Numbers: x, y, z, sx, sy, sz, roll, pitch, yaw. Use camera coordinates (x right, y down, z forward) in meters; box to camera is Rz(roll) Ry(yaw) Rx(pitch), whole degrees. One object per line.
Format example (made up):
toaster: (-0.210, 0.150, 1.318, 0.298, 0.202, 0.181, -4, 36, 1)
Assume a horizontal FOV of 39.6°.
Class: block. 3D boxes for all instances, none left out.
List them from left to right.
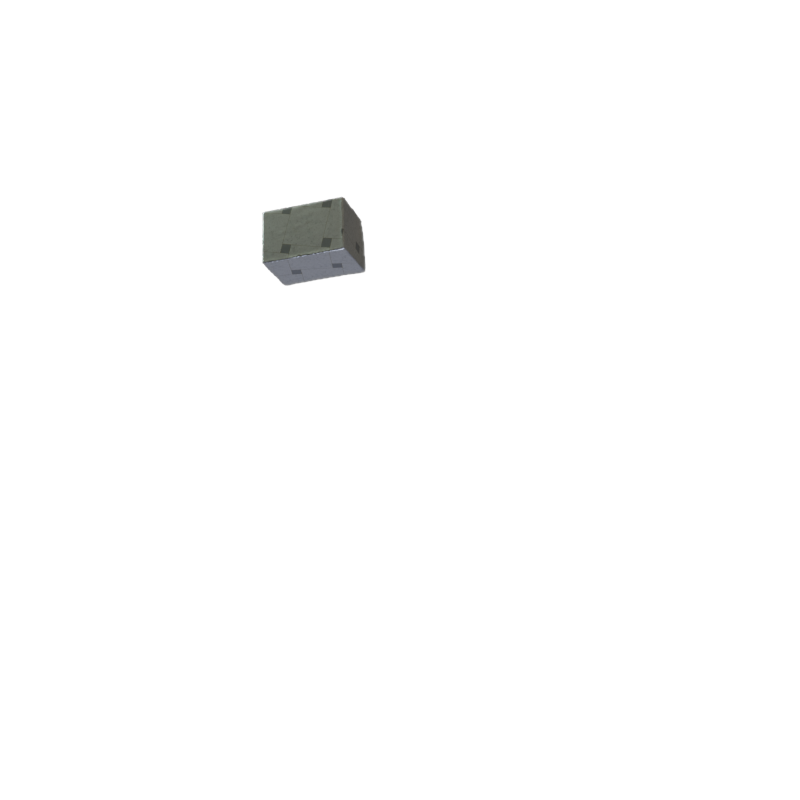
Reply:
block: (-0.075, -0.137, 0.962, 0.079, 0.054, 0.049, -8, -24, 18)
